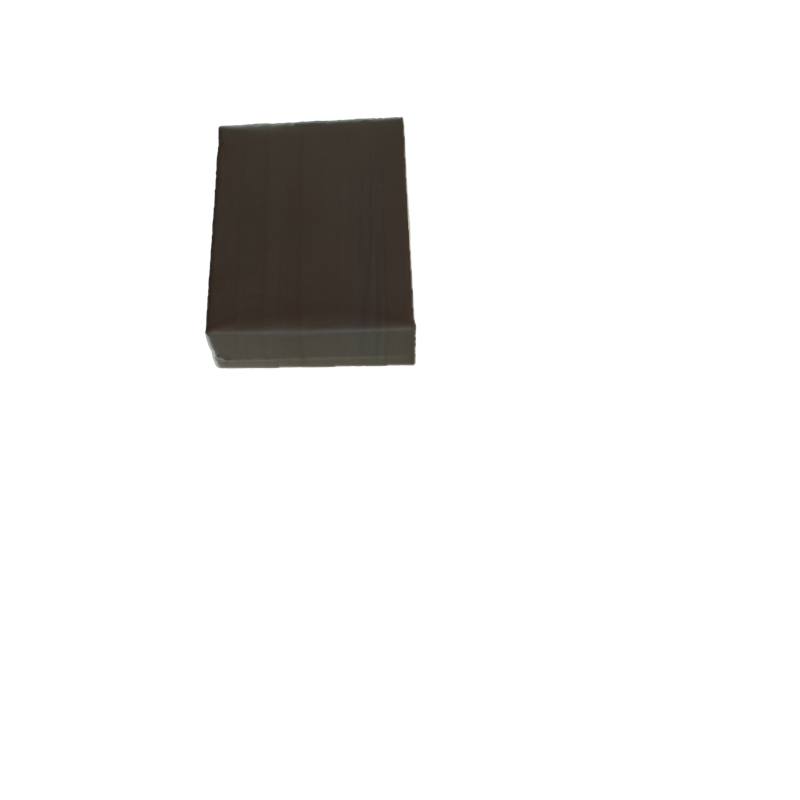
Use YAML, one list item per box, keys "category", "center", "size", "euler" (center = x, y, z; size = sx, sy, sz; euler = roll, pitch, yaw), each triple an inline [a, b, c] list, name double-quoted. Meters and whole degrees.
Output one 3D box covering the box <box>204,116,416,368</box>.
- category: "box"
  center: [-0.073, -0.133, 0.928]
  size: [0.164, 0.228, 0.067]
  euler: [-3, -33, 2]
